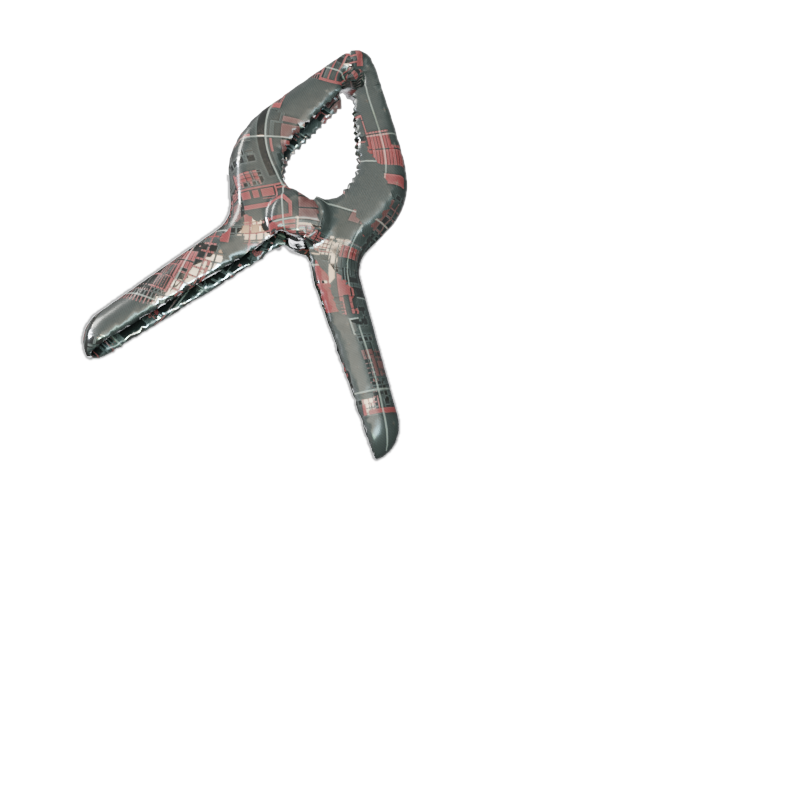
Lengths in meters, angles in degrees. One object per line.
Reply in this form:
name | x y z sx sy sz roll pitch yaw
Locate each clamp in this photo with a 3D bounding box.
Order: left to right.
clamp | -0.045 -0.082 0.574 0.167 0.215 0.035 24 -16 7
